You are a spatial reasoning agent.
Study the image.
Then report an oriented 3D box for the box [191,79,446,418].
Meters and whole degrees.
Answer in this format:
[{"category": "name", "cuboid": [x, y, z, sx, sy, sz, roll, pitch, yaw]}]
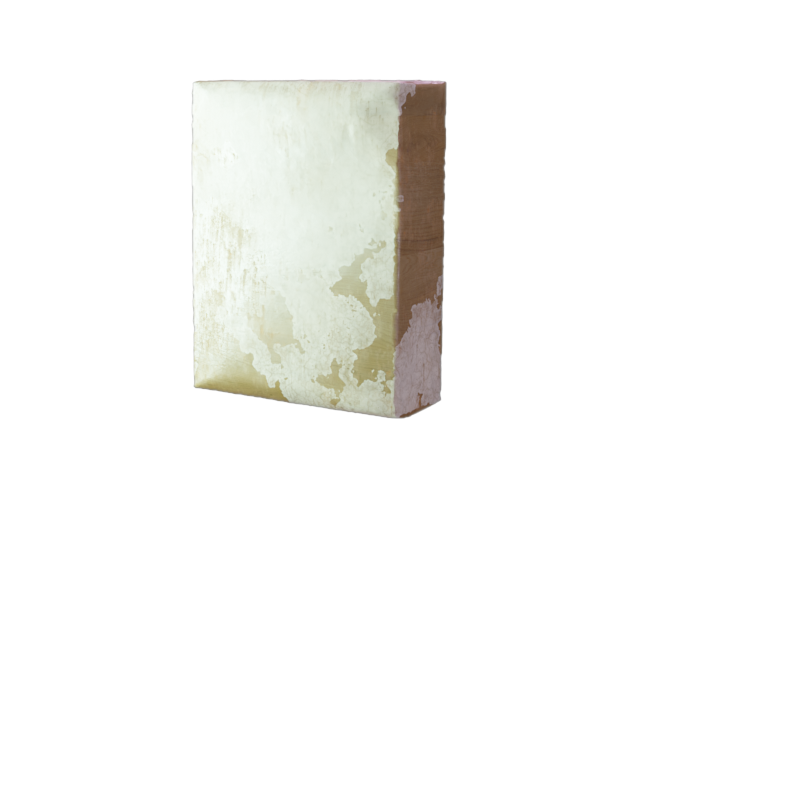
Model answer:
[{"category": "box", "cuboid": [-0.058, -0.105, 0.738, 0.171, 0.209, 0.070, 7, 11, 30]}]
